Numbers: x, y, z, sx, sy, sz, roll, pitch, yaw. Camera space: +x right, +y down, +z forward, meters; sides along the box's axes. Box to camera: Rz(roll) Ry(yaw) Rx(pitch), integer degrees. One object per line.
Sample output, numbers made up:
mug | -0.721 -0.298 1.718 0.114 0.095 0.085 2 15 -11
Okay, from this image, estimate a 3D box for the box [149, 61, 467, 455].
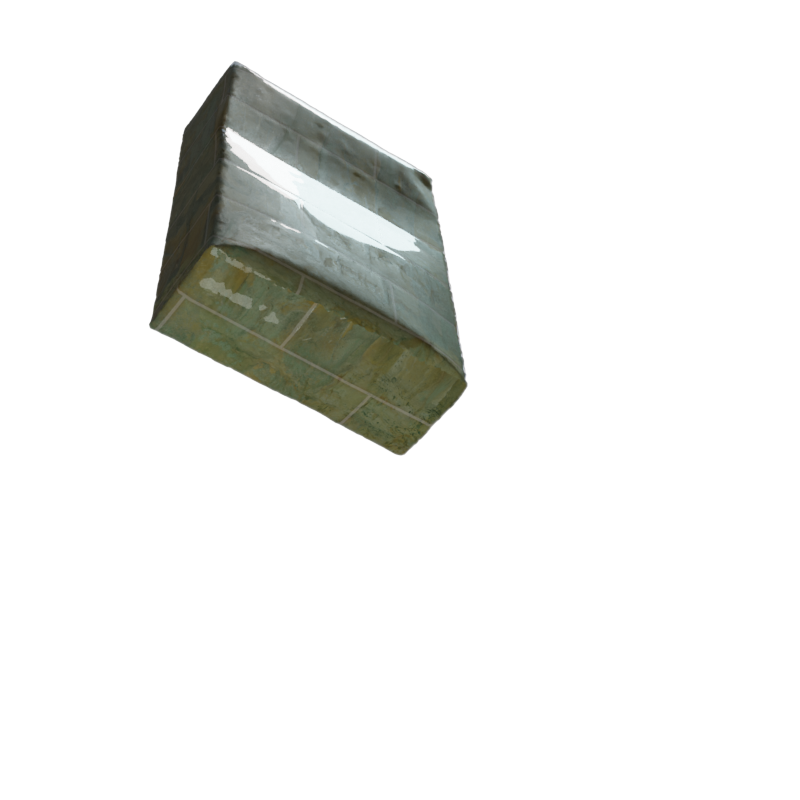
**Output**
box | -0.051 -0.093 0.653 0.157 0.070 0.229 27 33 -22
